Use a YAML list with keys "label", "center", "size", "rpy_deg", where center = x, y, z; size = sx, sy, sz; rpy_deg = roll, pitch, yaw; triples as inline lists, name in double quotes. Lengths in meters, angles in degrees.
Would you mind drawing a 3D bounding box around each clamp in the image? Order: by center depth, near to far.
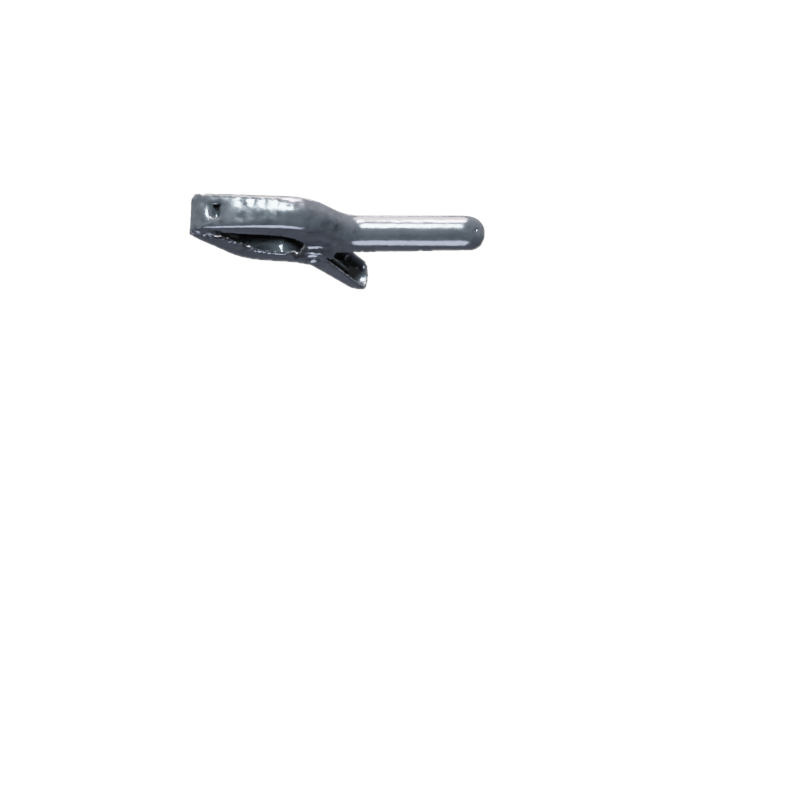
- label: "clamp"
  center: [-0.066, -0.120, 0.842]
  size: [0.202, 0.038, 0.165]
  rpy_deg: [5, -11, -26]
